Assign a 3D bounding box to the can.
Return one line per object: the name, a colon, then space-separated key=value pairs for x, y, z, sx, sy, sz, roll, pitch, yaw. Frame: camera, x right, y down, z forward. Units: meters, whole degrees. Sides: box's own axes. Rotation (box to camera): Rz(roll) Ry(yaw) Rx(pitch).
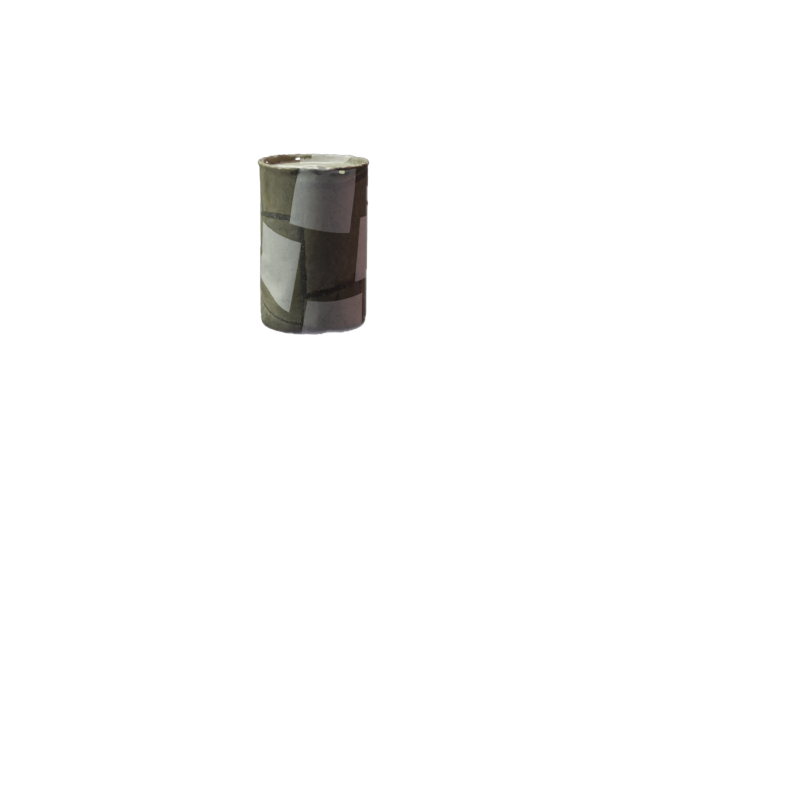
can: x=-0.054 y=-0.098 z=0.685 sx=0.068 sy=0.099 sz=0.071 roll=0 pitch=14 yaw=-2
